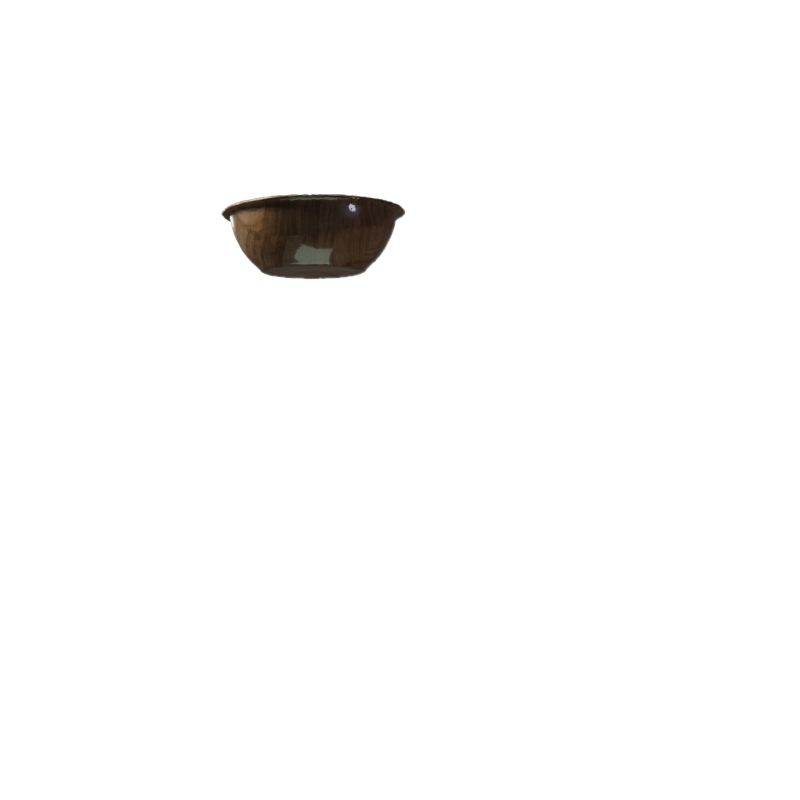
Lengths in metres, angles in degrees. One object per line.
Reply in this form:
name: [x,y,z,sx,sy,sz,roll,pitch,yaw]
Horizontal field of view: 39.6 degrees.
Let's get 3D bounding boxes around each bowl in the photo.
bowl: [-0.076,-0.139,0.975,0.162,0.056,0.160,0,-2,-2]
